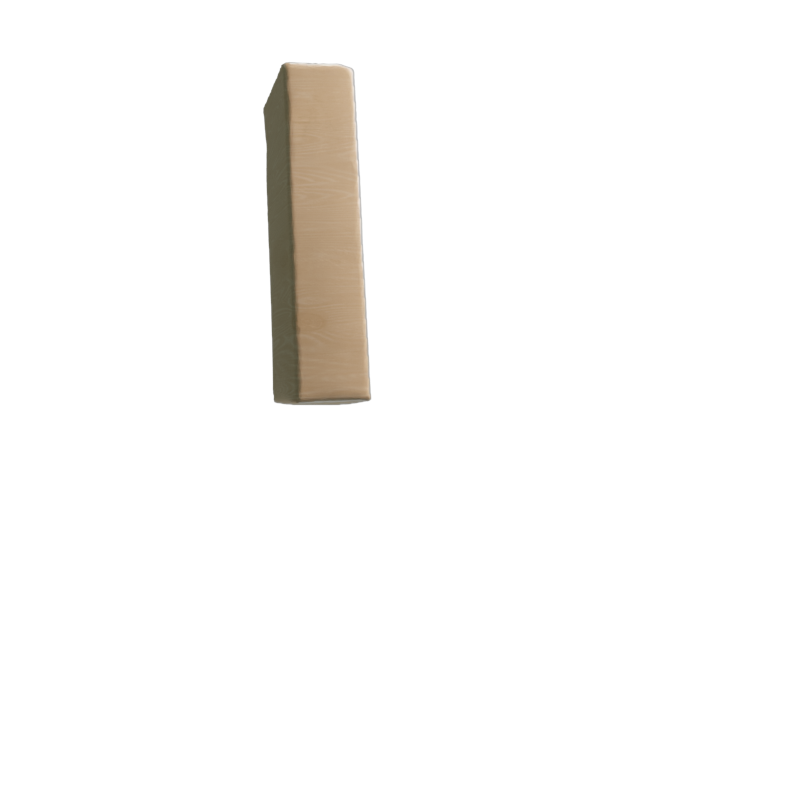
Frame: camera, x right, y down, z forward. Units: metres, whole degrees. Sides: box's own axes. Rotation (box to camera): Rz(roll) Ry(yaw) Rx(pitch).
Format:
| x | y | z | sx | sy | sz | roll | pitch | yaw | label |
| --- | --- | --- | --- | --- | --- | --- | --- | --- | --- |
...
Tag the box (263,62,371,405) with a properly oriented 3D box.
| x | y | z | sx | sy | sz | roll | pitch | yaw | label |
| --- | --- | --- | --- | --- | --- | --- | --- | --- | --- |
| -0.047 | -0.086 | 0.605 | 0.047 | 0.180 | 0.093 | 1 | -7 | -12 | box |
